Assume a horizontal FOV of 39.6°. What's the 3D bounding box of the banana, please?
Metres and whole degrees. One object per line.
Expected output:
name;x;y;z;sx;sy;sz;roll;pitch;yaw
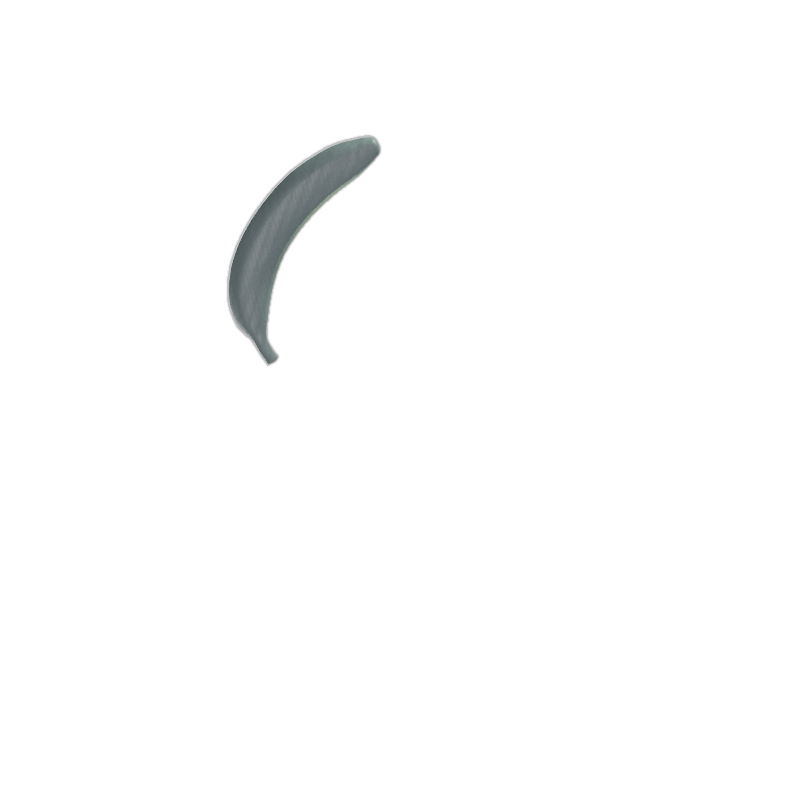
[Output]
banana;-0.087;-0.131;0.883;0.069;0.197;0.037;26;4;-3
